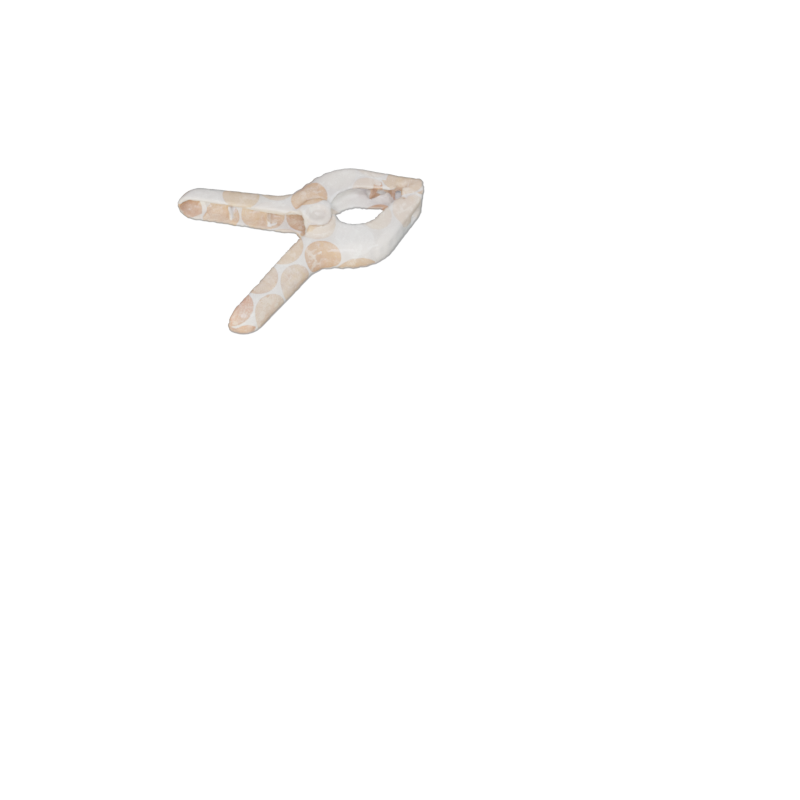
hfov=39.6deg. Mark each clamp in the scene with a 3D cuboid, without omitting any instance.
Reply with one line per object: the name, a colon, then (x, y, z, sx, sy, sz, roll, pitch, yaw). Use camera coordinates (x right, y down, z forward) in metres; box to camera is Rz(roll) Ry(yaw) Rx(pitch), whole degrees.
clamp: (-0.060, -0.109, 0.762, 0.170, 0.128, 0.037, -13, -27, -7)
